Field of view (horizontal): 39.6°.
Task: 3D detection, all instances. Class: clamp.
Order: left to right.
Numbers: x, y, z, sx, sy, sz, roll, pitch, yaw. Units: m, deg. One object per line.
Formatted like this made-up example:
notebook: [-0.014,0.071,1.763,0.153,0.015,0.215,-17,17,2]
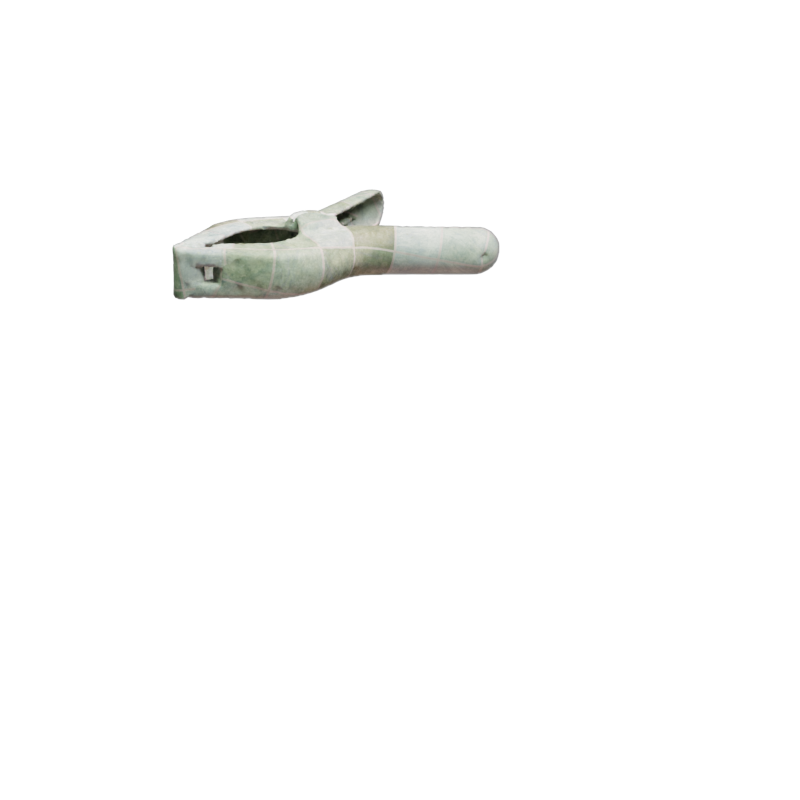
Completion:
clamp: [-0.047,-0.086,0.603,0.167,0.038,0.127,-8,19,-24]
